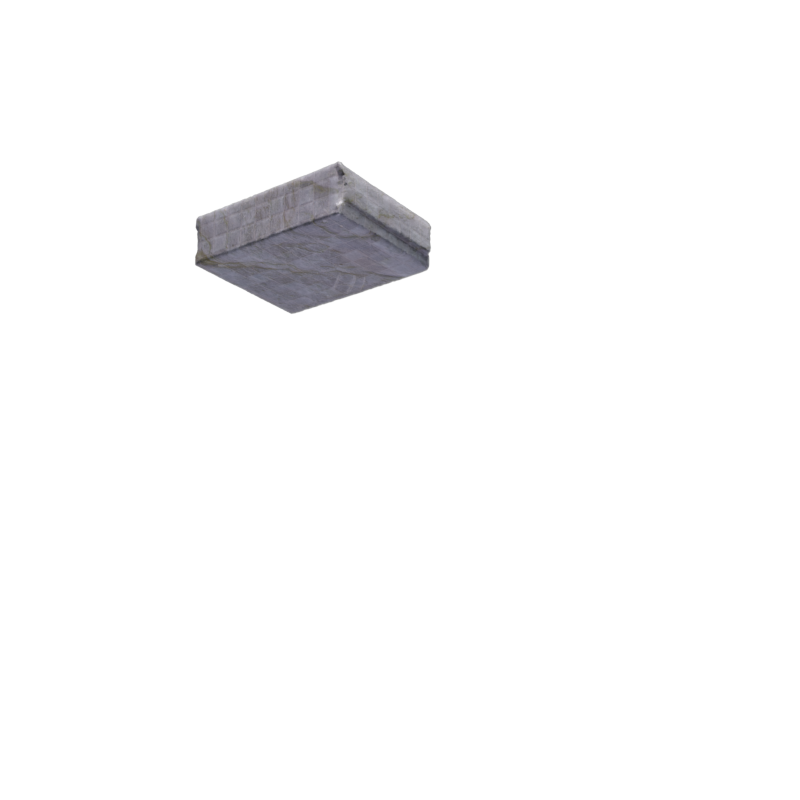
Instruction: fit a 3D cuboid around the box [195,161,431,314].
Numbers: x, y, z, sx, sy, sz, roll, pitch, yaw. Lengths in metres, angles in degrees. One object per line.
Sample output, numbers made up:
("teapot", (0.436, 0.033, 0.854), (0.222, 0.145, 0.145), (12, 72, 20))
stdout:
("box", (-0.041, -0.076, 0.529), (0.090, 0.032, 0.068), (-15, -26, 34))
